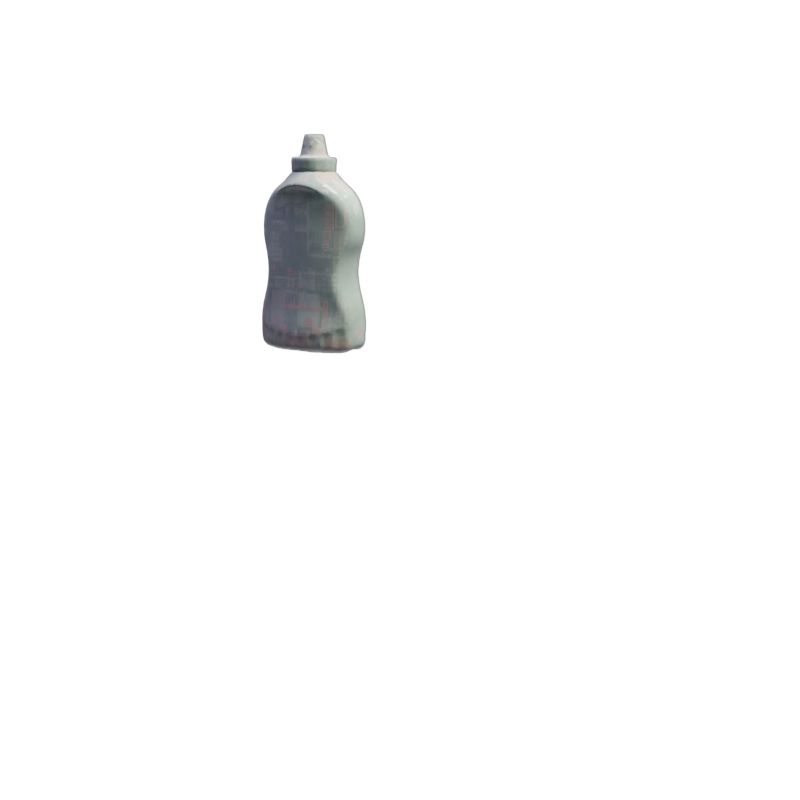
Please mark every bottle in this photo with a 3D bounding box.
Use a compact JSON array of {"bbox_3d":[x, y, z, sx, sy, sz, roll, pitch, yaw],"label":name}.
[{"bbox_3d":[-0.077,-0.142,0.992,0.100,0.190,0.057,4,6,34],"label":"bottle"}]
